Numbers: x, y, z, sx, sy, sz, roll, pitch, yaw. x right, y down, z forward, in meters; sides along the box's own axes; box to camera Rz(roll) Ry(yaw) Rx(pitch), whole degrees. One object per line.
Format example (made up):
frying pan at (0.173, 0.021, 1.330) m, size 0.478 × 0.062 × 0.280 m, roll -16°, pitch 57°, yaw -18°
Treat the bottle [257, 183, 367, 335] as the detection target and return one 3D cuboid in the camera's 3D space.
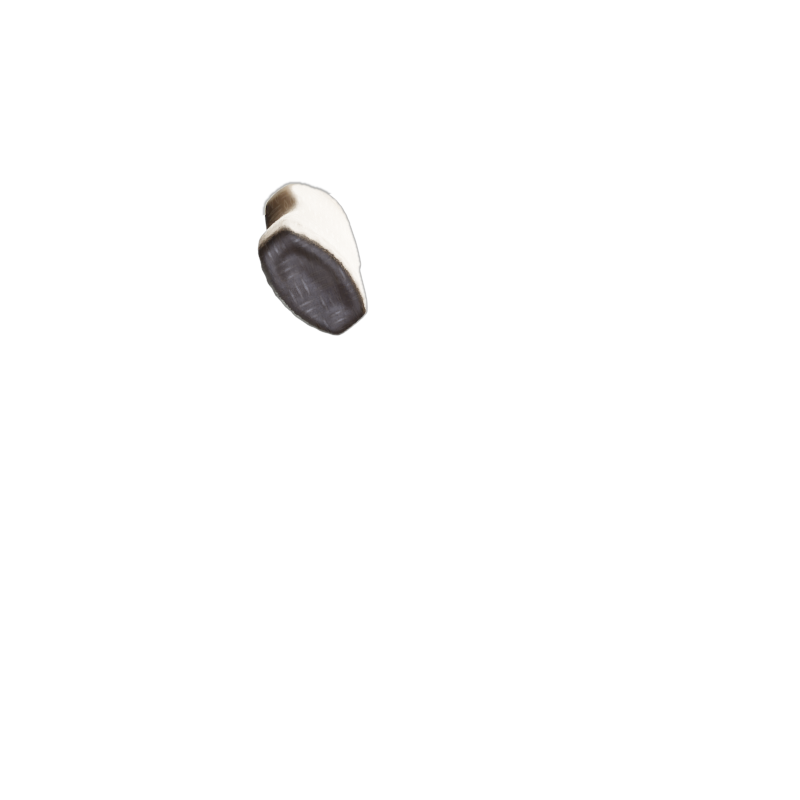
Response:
bottle at (-0.072, -0.130, 0.913) m, size 0.058 × 0.092 × 0.202 m, roll -41°, pitch 21°, yaw 15°
